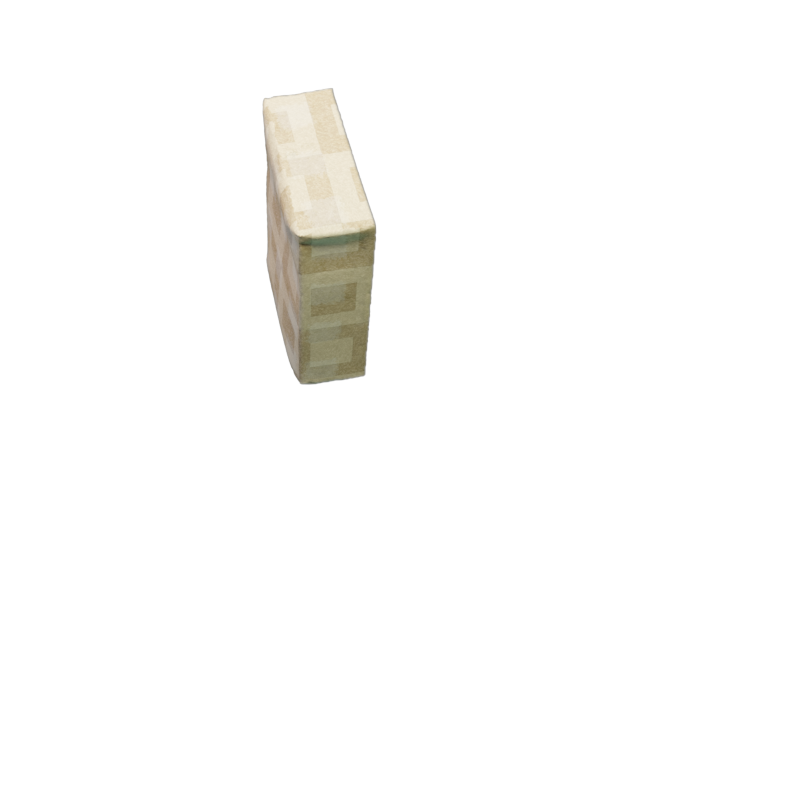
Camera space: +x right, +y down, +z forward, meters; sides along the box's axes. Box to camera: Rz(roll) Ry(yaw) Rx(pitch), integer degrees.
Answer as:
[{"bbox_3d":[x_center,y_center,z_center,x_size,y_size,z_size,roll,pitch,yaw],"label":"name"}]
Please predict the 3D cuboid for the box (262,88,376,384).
[{"bbox_3d":[-0.077,-0.140,0.980,0.071,0.177,0.200,-9,-35,-10],"label":"box"}]
